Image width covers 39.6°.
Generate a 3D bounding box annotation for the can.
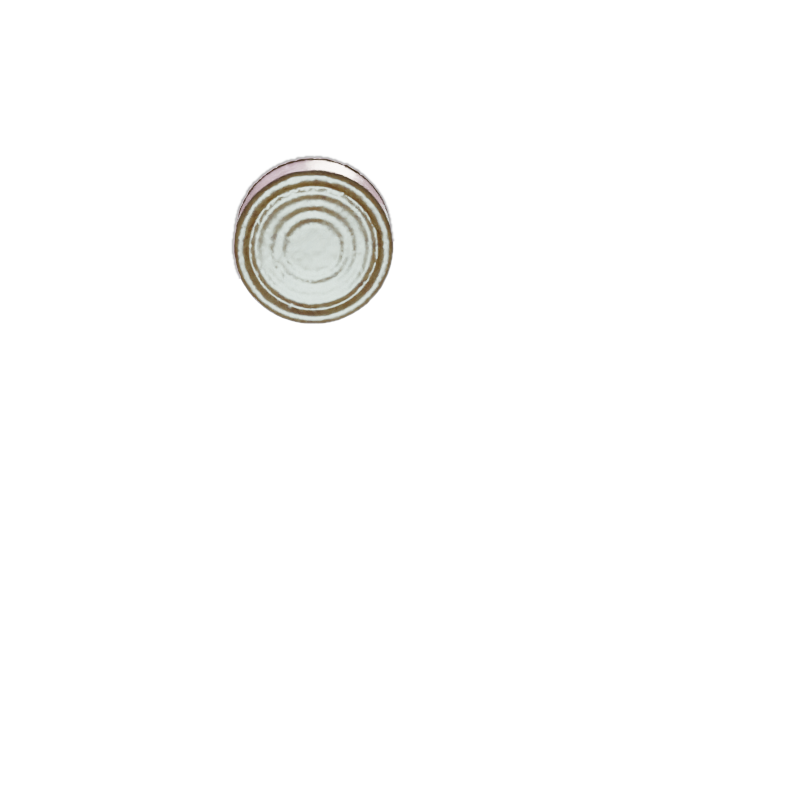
[{"bbox_3d":[-0.047,-0.085,0.595,0.086,0.083,0.035,0,18,-1],"label":"can"}]
